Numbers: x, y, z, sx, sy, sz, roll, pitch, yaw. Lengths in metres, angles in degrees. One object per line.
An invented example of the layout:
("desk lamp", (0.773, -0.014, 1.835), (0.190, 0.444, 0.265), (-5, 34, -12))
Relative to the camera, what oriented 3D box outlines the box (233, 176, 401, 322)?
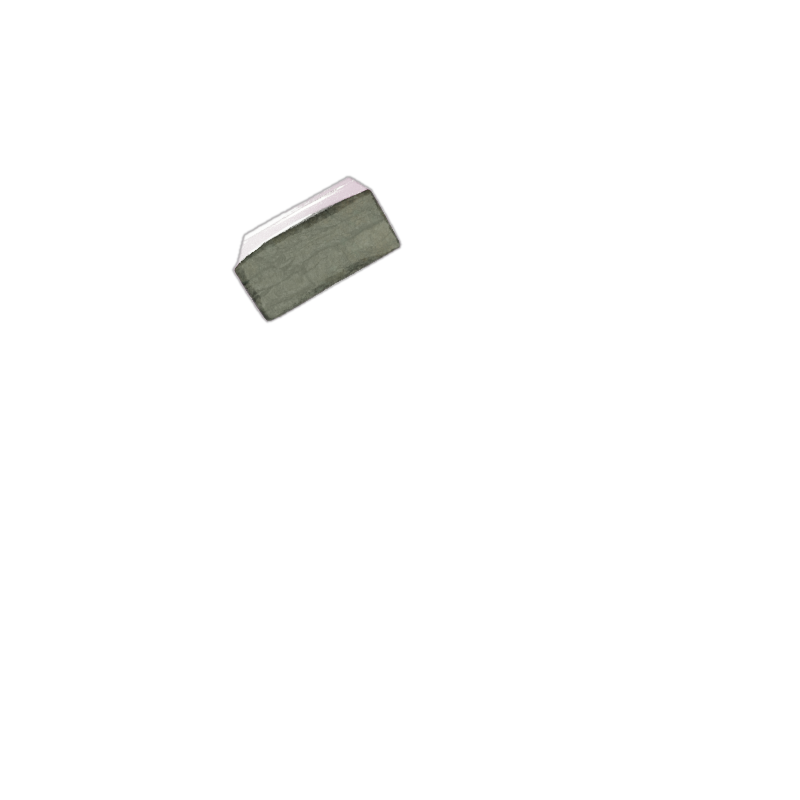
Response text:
("box", (-0.056, -0.103, 0.722), (0.093, 0.047, 0.180), (-29, 12, 2))
